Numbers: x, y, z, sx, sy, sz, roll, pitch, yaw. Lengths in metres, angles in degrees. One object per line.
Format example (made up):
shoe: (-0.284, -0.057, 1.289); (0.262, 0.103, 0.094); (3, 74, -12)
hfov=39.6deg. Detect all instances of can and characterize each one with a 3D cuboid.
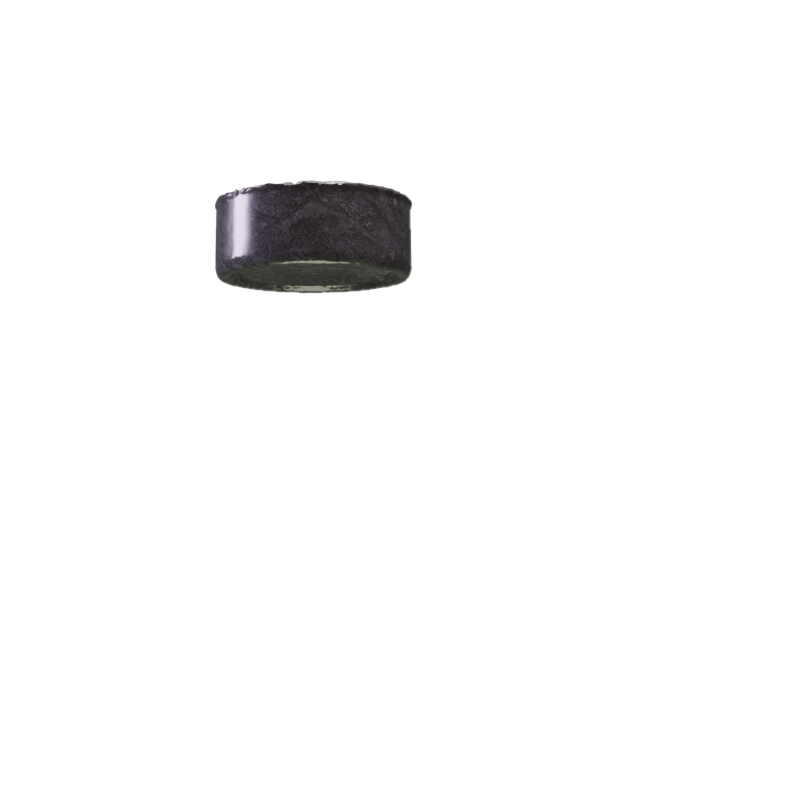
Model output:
can: (-0.038, -0.068, 0.479); (0.086, 0.034, 0.084); (0, -4, -2)
